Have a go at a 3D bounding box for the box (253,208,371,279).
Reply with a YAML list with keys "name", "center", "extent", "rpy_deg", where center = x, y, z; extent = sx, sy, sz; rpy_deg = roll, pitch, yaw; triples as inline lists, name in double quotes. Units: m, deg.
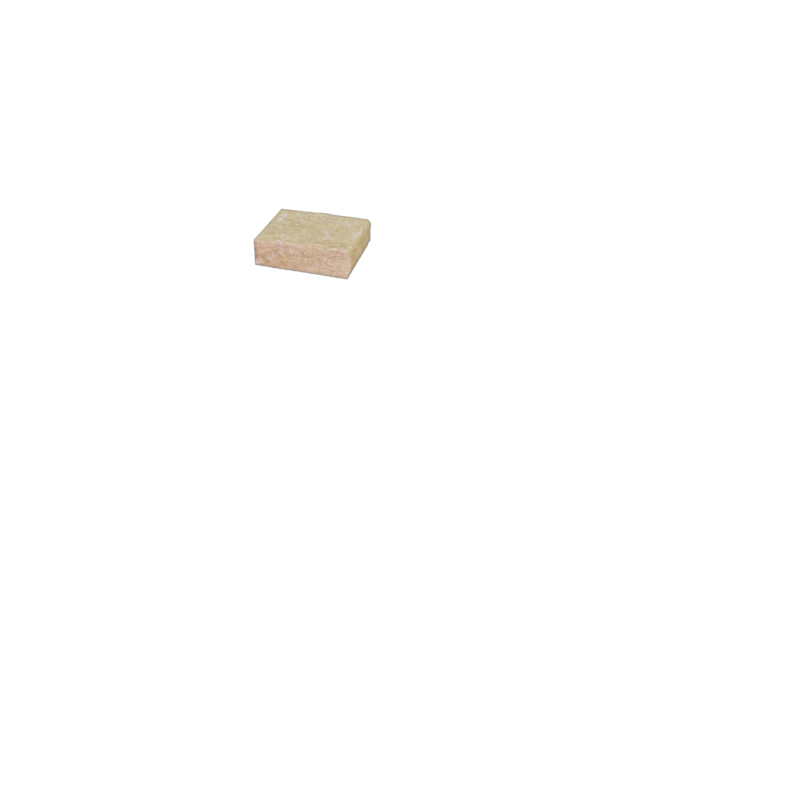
- name: "box"
  center: [-0.078, -0.142, 0.996]
  extent: [0.091, 0.028, 0.076]
  rpy_deg: [9, 31, 14]
